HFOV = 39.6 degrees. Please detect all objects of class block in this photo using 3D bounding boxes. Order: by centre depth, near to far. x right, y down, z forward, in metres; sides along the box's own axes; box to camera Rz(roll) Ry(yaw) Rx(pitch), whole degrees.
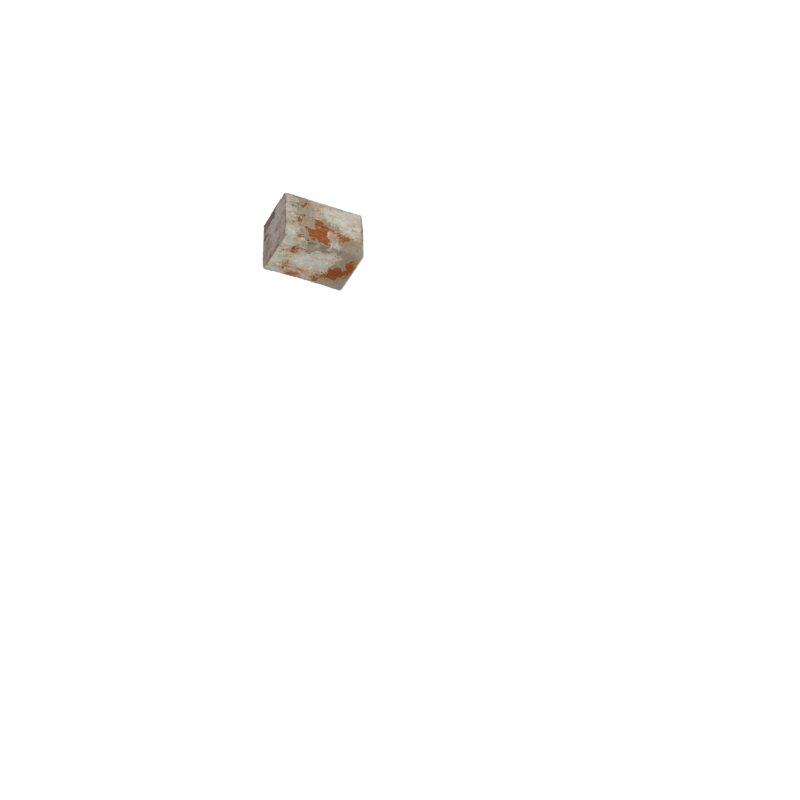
[{"bbox_3d":[-0.077,-0.141,0.989,0.075,0.055,0.051,16,-42,-21],"label":"block"}]
